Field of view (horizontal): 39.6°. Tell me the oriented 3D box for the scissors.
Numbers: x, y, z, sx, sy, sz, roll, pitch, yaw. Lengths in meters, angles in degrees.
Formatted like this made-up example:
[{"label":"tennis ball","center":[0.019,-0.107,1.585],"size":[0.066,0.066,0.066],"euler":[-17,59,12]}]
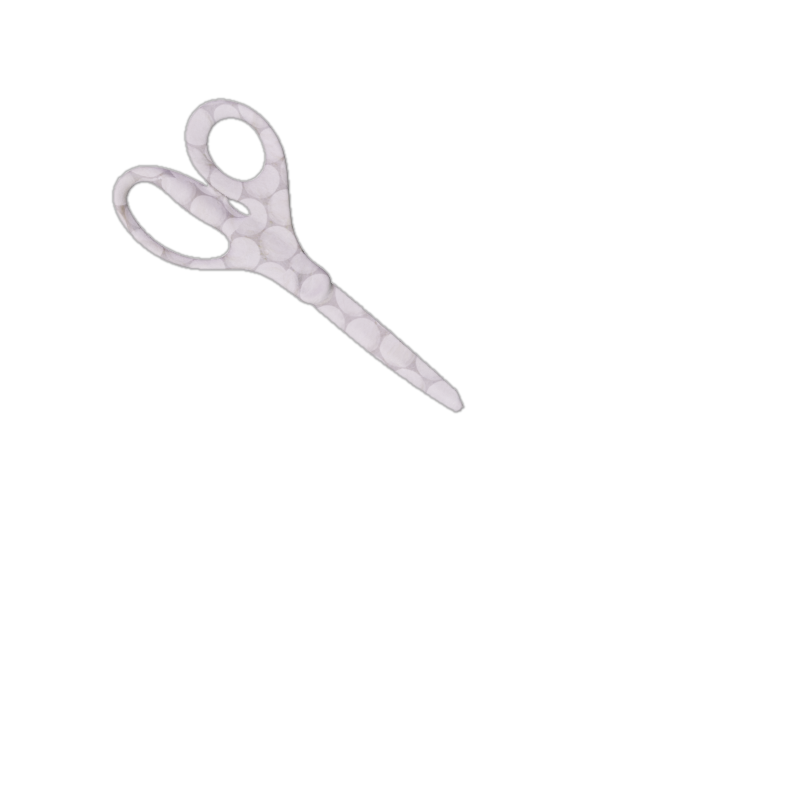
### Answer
[{"label":"scissors","center":[-0.043,-0.079,0.552],"size":[0.202,0.097,0.016],"euler":[24,-3,2]}]
